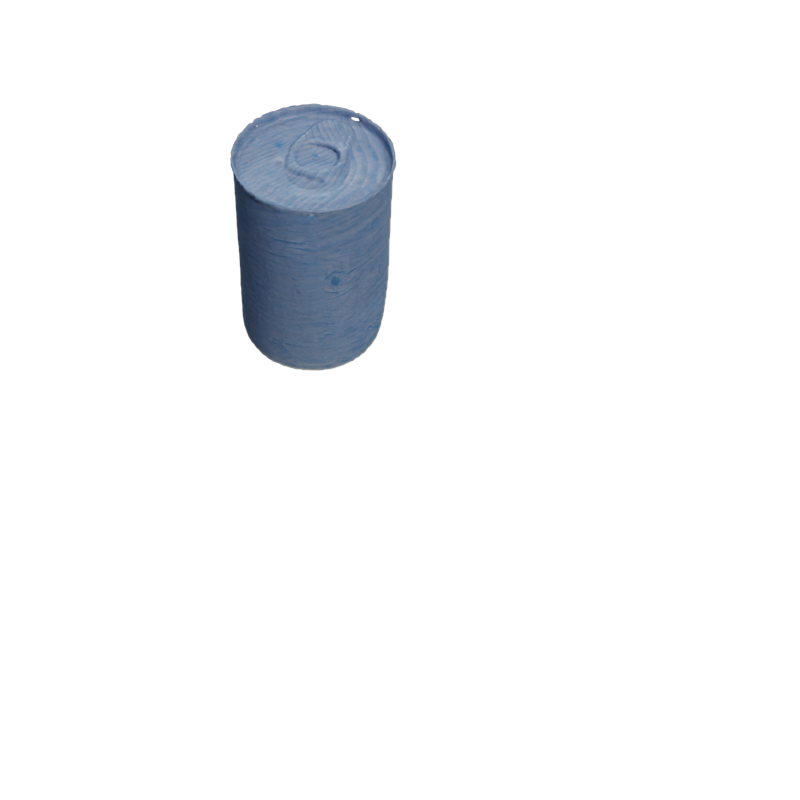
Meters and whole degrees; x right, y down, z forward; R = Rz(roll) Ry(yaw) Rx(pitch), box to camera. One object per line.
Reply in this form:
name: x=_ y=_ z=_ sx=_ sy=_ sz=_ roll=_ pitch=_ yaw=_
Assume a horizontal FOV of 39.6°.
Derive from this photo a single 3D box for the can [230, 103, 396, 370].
can: x=-0.038 y=-0.070 z=0.489 sx=0.068 sy=0.074 sz=0.095 roll=0 pitch=-41 yaw=-3
